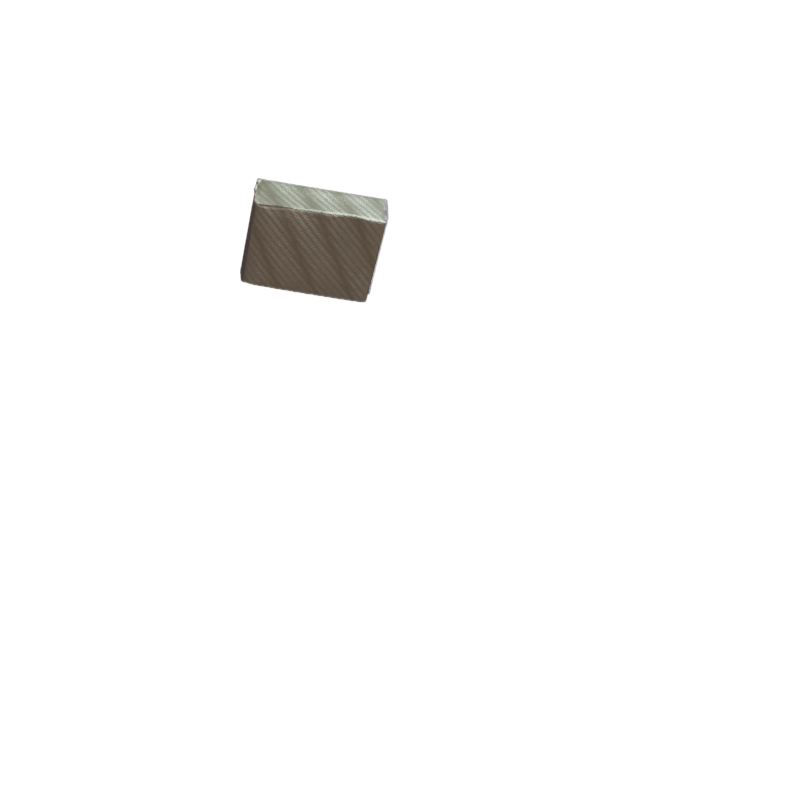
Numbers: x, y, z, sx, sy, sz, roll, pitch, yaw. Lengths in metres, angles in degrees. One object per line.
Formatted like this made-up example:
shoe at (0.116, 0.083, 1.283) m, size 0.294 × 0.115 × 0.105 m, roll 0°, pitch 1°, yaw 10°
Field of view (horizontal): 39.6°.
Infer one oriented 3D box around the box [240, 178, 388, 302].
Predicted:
box at (-0.073, -0.133, 0.931) m, size 0.112 × 0.085 × 0.042 m, roll 8°, pitch 40°, yaw -8°
